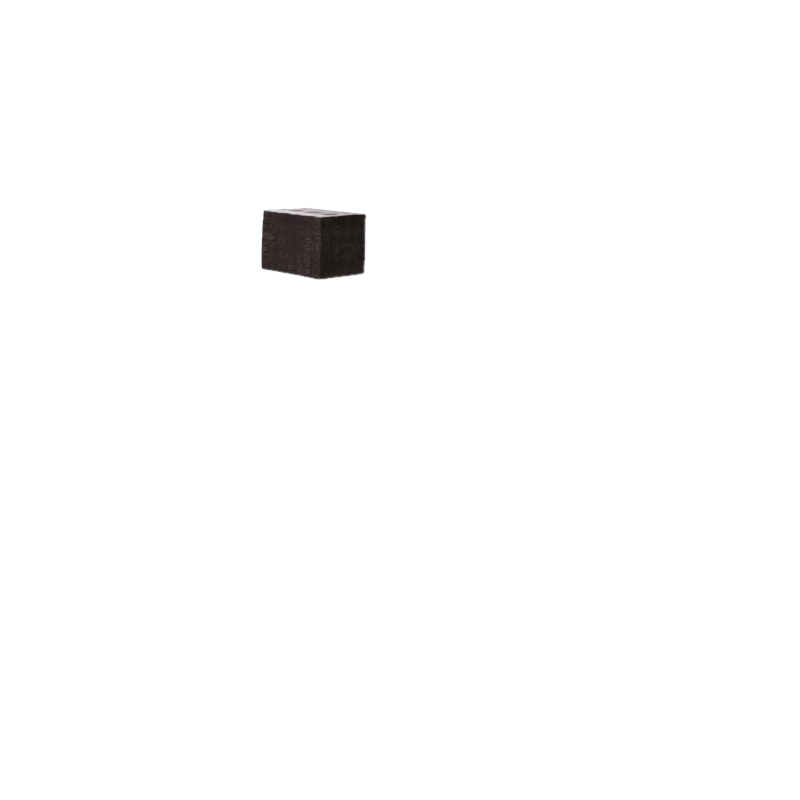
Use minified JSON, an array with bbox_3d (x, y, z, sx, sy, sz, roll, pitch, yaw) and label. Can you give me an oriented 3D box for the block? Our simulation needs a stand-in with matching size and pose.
[{"bbox_3d":[-0.073,-0.132,0.928,0.051,0.050,0.082,-10,16,-42],"label":"block"}]
